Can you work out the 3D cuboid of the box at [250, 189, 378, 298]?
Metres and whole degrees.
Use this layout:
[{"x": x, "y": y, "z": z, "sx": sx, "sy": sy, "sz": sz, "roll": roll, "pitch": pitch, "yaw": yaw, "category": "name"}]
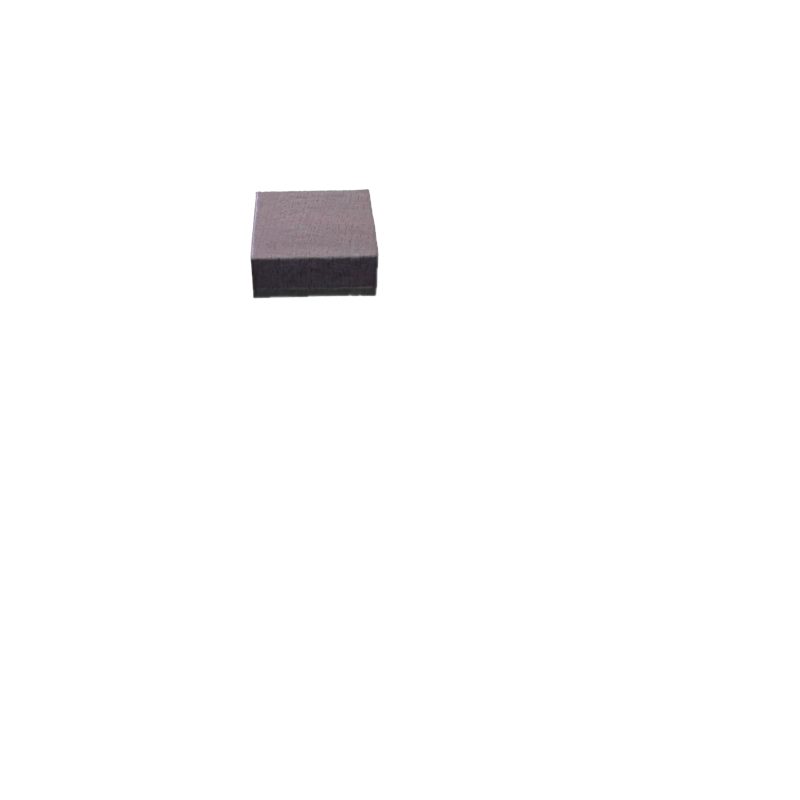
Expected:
[{"x": -0.064, "y": -0.118, "z": 0.824, "sx": 0.090, "sy": 0.037, "sz": 0.121, "roll": -2, "pitch": 32, "yaw": -3, "category": "box"}]
